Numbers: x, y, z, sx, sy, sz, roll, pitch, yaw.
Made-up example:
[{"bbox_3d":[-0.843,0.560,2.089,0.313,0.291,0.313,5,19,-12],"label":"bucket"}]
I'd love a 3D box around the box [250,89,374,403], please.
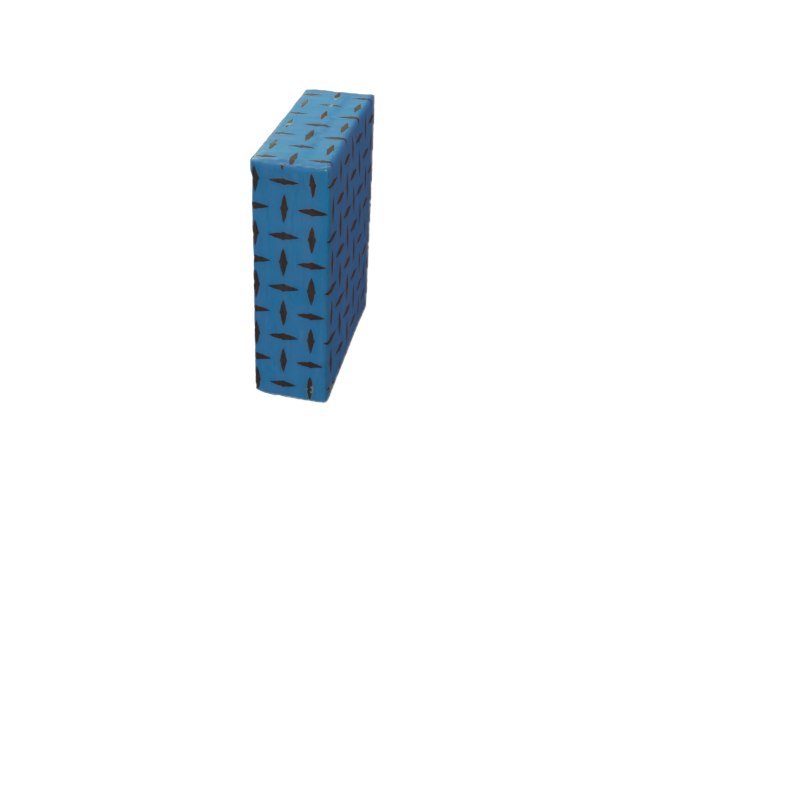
[{"bbox_3d":[-0.073,-0.133,0.934,0.073,0.201,0.171,7,32,8],"label":"box"}]
